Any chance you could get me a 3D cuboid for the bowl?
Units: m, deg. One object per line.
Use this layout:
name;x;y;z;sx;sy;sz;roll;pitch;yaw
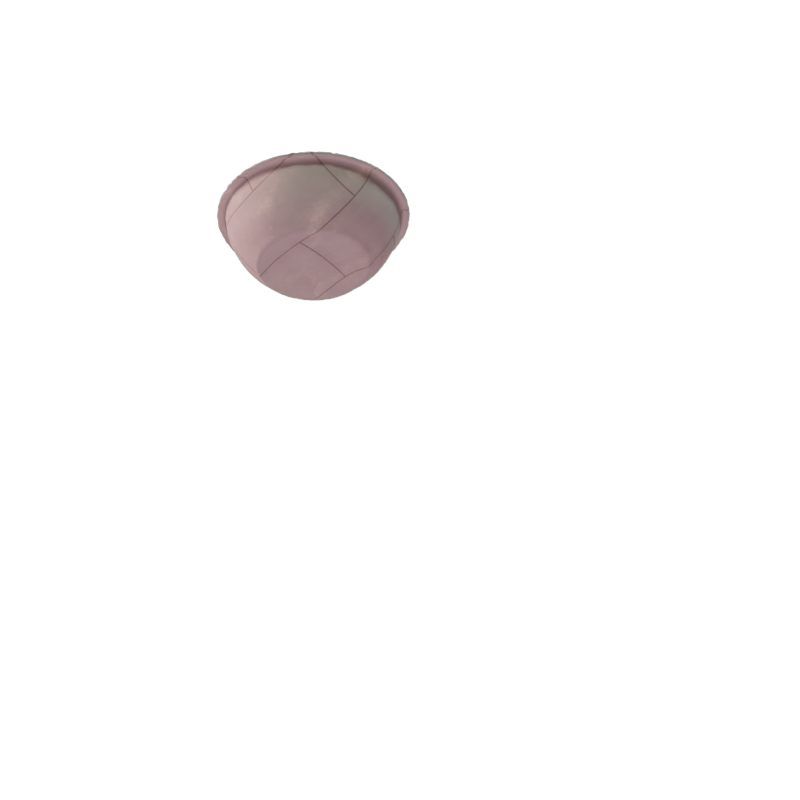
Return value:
bowl;-0.072;-0.131;0.915;0.162;0.059;0.151;1;-35;-2
